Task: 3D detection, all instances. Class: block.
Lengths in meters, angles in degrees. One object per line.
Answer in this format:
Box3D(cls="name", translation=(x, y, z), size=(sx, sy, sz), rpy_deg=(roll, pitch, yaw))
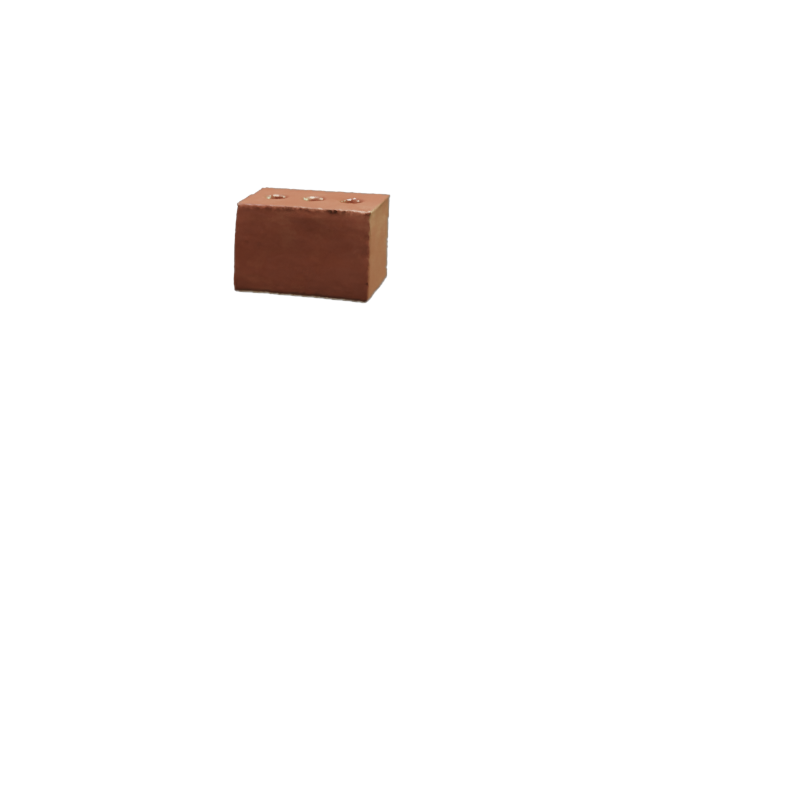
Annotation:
Box3D(cls="block", translation=(-0.049, -0.089, 0.622), size=(0.080, 0.049, 0.054), rpy_deg=(5, 19, 13))
